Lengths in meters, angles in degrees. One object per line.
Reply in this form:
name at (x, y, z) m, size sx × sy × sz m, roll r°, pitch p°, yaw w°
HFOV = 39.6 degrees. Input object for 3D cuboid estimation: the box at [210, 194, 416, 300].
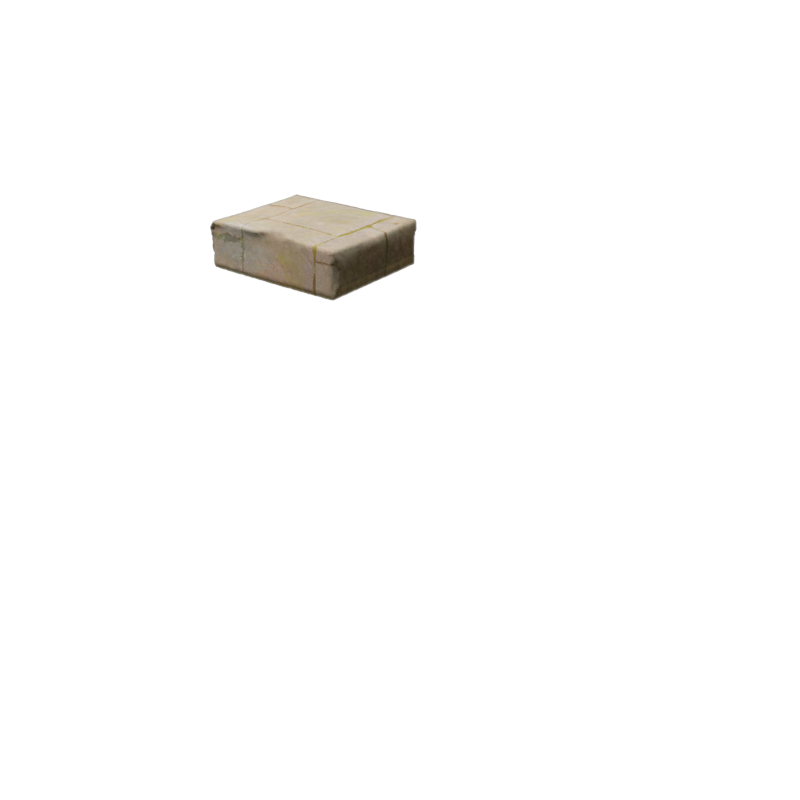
box at (-0.048, -0.087, 0.610) m, size 0.094 × 0.029 × 0.073 m, roll 18°, pitch 30°, yaw 34°
